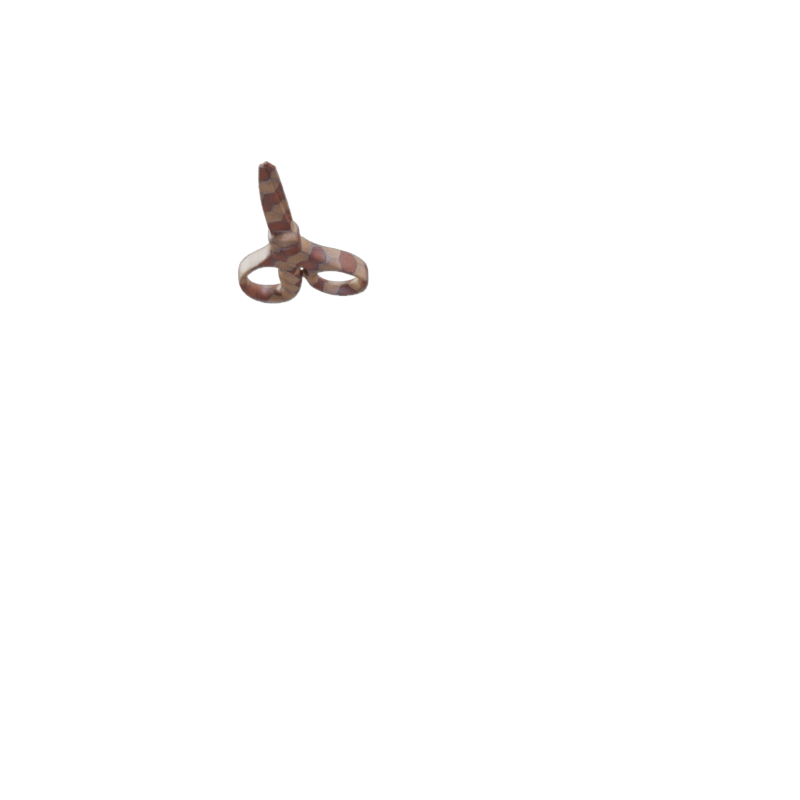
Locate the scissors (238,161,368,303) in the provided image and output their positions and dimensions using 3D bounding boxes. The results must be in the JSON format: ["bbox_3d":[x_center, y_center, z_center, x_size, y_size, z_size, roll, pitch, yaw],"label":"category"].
[{"bbox_3d":[-0.054,-0.098,0.684,0.094,0.016,0.197,4,-16,-14],"label":"scissors"}]
